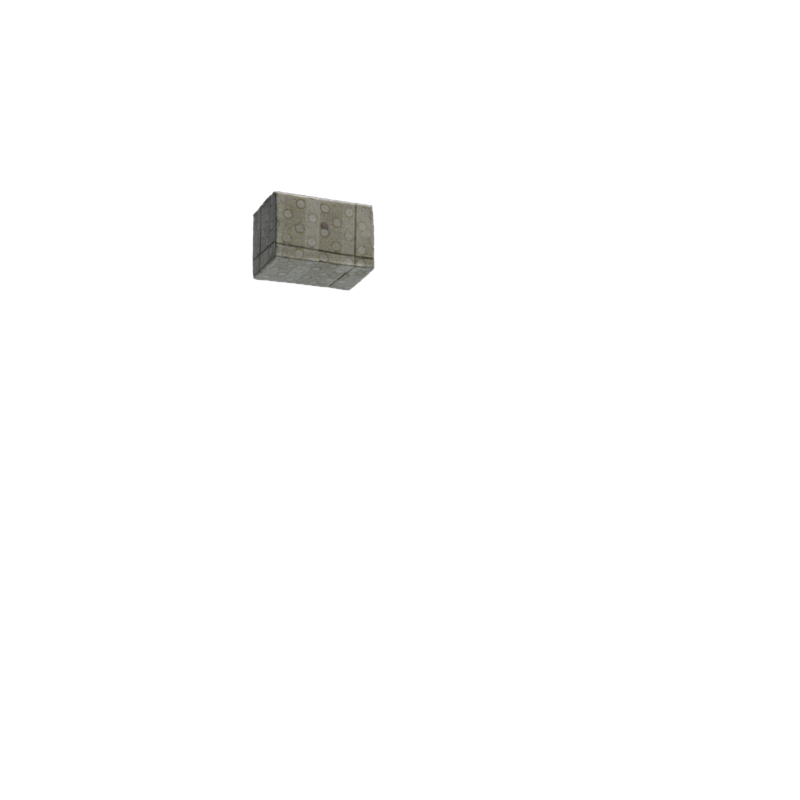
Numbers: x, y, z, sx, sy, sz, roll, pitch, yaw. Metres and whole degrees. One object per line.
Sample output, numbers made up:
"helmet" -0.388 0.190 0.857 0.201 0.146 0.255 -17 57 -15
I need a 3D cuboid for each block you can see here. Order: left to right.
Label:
"block" -0.063 -0.115 0.806 0.075 0.054 0.052 6 -18 -22
